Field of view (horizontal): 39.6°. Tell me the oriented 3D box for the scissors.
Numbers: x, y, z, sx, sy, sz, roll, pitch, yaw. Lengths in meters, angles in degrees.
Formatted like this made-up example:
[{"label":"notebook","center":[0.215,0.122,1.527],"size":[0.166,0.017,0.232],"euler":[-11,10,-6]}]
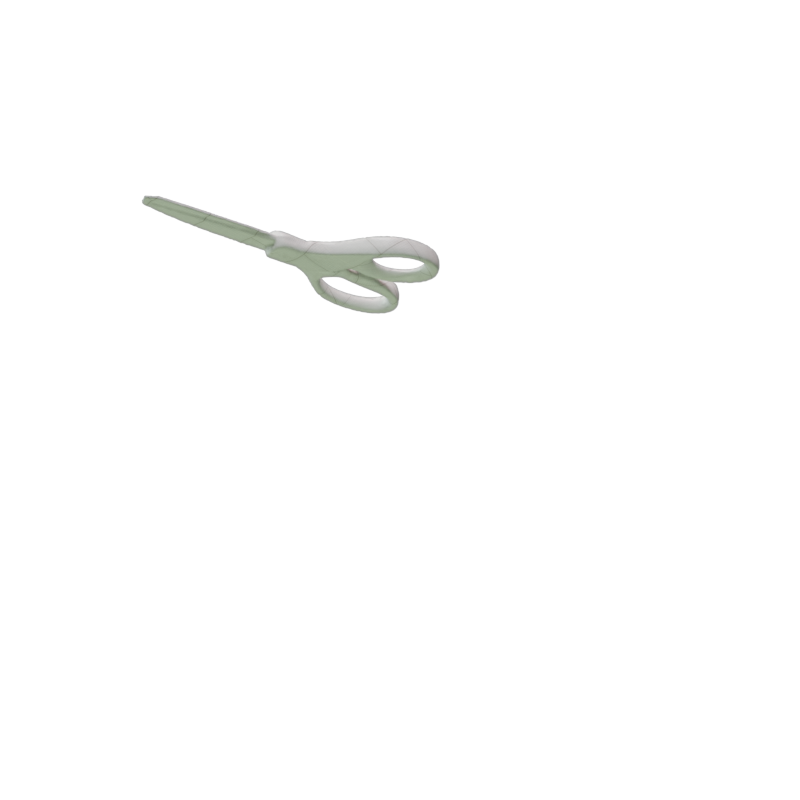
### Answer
[{"label":"scissors","center":[-0.054,-0.098,0.685],"size":[0.097,0.017,0.188],"euler":[-16,-28,34]}]
